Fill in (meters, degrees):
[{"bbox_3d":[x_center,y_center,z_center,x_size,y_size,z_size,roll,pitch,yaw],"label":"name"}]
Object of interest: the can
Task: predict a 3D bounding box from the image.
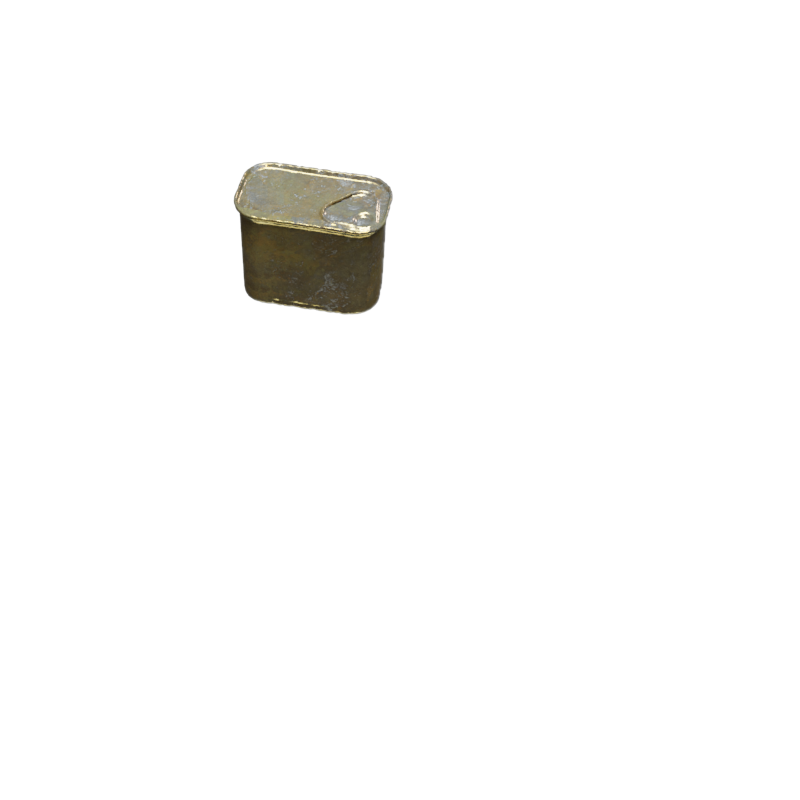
[{"bbox_3d":[-0.059,-0.108,0.755,0.103,0.061,0.078,9,-42,7],"label":"can"}]
